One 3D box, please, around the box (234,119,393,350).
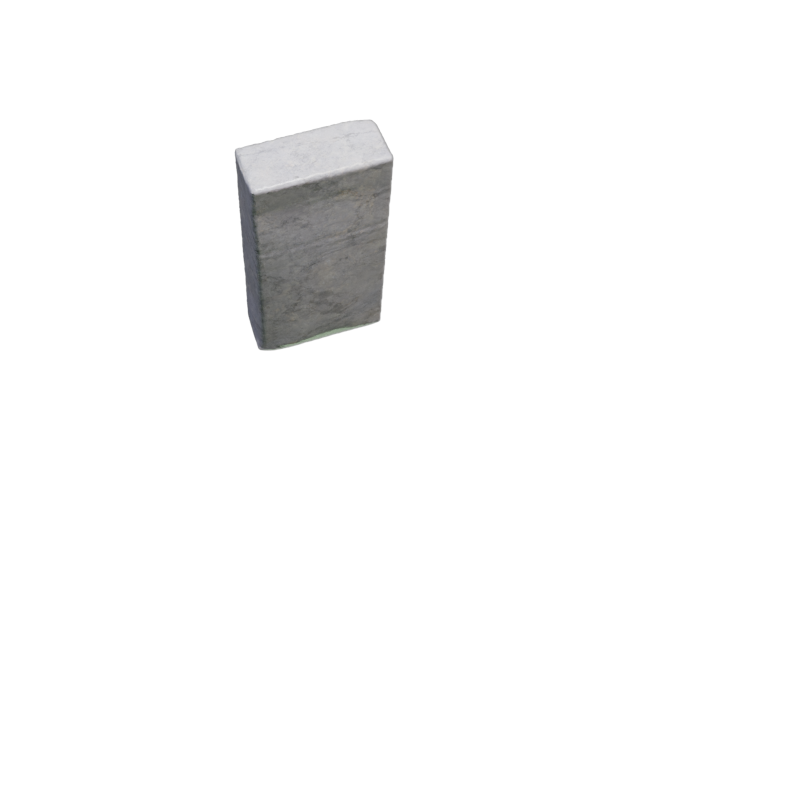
[{"bbox_3d":[-0.058,-0.106,0.739,0.092,0.052,0.165,-15,-34,-14],"label":"box"}]
